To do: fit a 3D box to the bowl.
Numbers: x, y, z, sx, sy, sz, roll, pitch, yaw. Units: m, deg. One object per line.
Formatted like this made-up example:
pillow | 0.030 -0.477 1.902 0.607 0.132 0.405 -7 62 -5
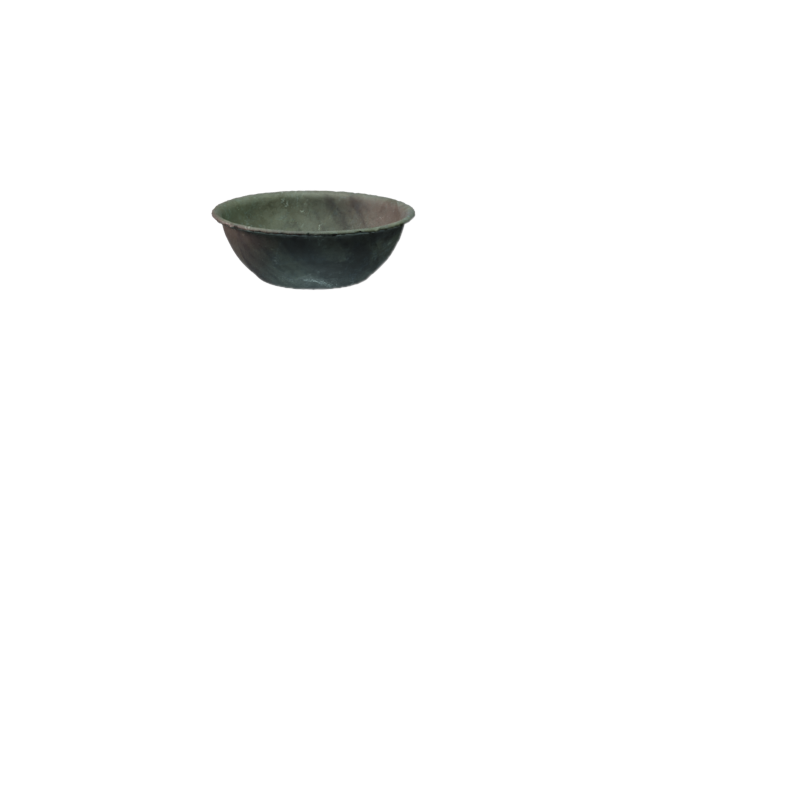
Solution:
bowl | -0.069 -0.127 0.887 0.162 0.053 0.169 -1 21 -2
